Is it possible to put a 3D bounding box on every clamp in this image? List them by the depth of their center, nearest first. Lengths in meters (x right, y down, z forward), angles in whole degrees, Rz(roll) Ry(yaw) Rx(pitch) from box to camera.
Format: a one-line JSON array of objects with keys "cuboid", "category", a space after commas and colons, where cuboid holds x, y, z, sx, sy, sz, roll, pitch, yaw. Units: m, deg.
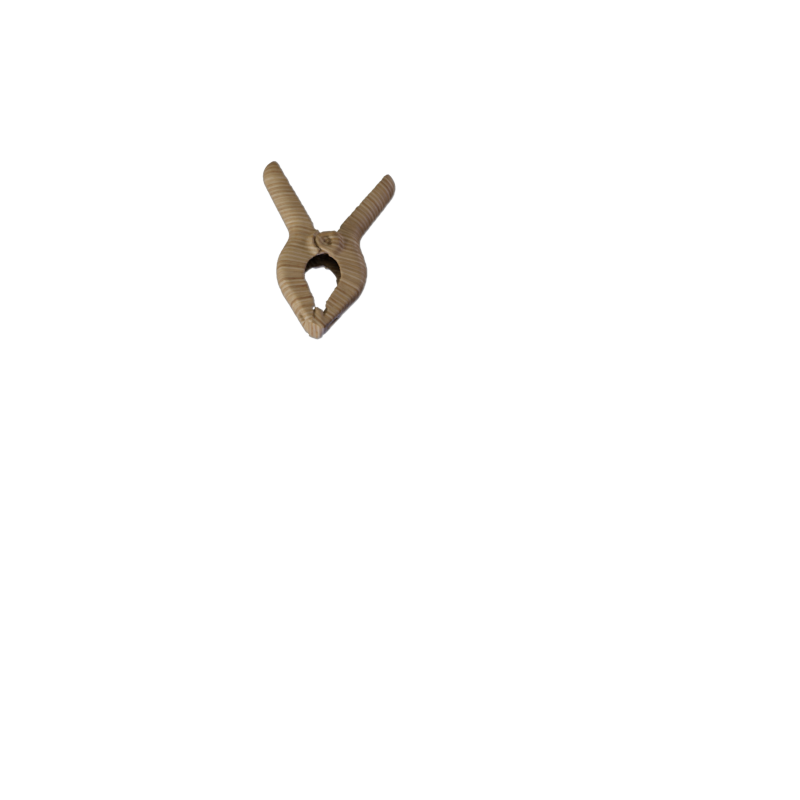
[{"cuboid": [-0.077, -0.140, 0.978, 0.121, 0.181, 0.037, 10, -30, 5], "category": "clamp"}]
